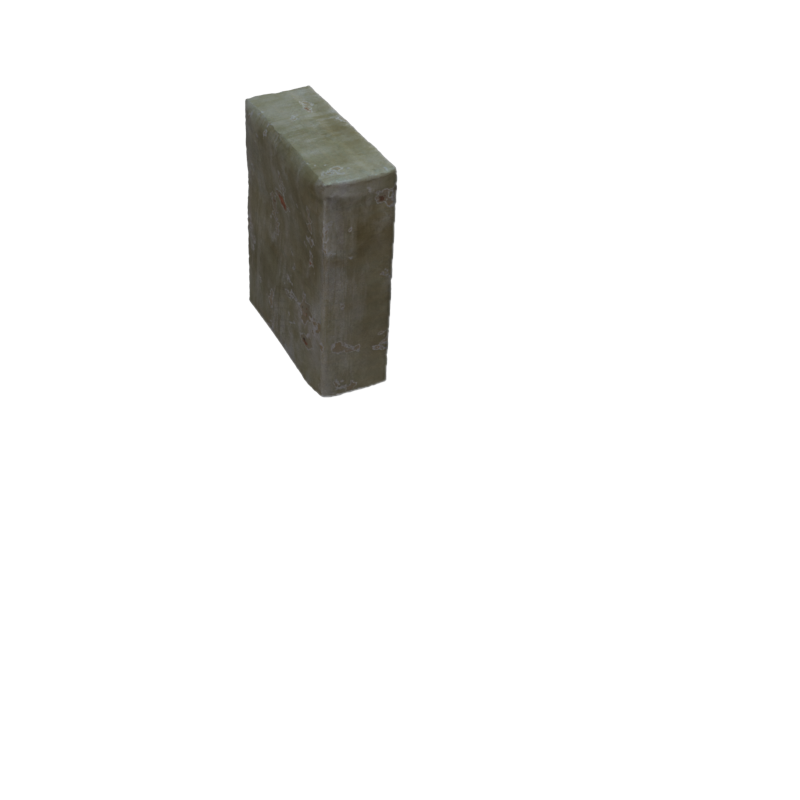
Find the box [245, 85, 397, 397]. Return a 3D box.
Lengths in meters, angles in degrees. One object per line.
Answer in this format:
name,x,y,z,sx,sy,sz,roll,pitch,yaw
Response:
box,-0.074,-0.135,0.945,0.071,0.200,0.178,-15,40,-23
